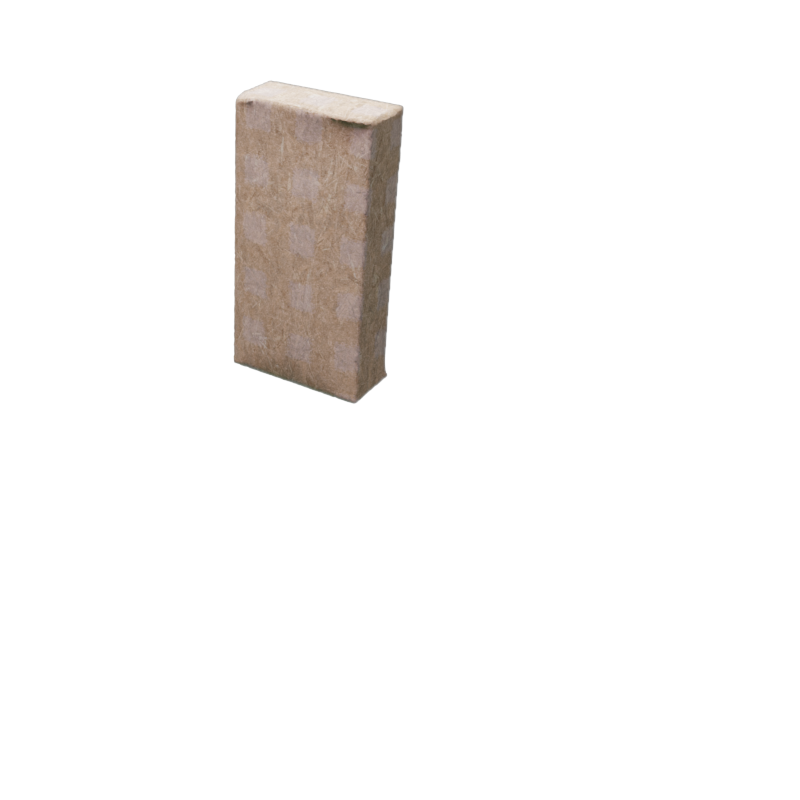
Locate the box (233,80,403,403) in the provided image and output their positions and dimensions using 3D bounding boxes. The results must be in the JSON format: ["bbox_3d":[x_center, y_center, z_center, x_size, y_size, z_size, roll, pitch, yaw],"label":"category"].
[{"bbox_3d":[-0.052,-0.094,0.659,0.098,0.167,0.048,16,30,26],"label":"box"}]
